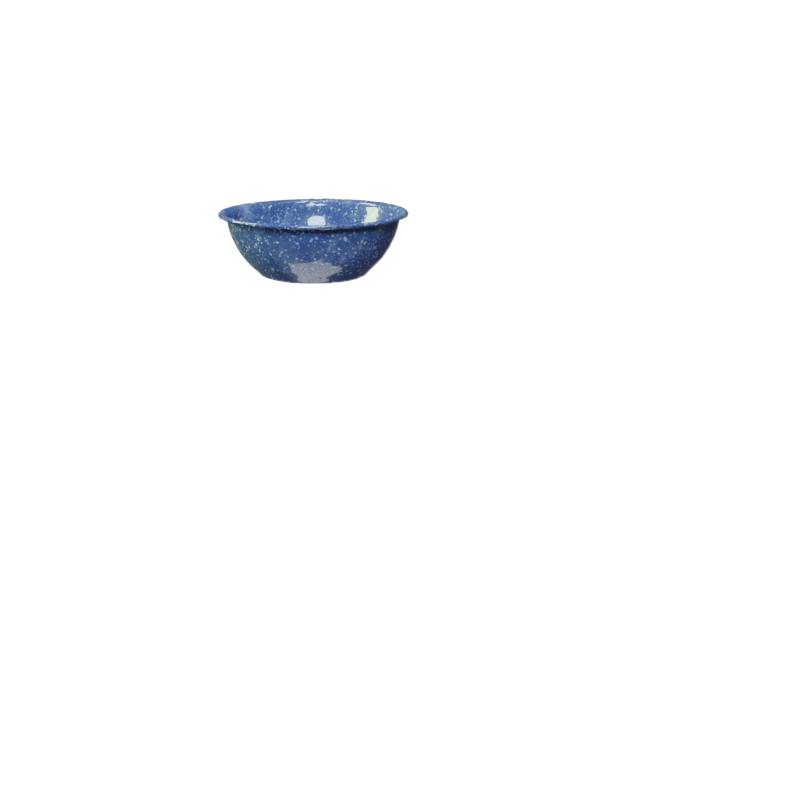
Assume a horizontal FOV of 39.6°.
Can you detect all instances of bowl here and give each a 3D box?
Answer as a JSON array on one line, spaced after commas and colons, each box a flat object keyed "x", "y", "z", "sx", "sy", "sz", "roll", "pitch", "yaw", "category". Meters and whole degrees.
[{"x": -0.074, "y": -0.135, "z": 0.945, "sx": 0.162, "sy": 0.053, "sz": 0.168, "roll": -1, "pitch": 17, "yaw": -2, "category": "bowl"}]
